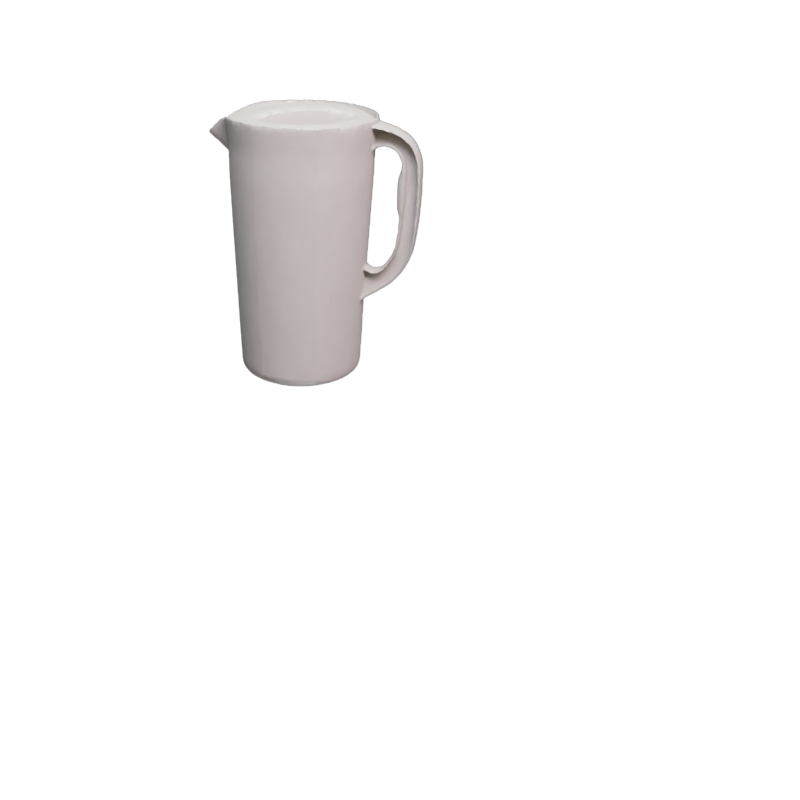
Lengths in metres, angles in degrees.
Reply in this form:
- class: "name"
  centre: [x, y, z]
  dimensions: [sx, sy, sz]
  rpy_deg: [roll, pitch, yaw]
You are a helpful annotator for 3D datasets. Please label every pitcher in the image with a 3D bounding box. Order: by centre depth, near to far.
- class: "pitcher"
  centre: [-0.077, -0.140, 0.980]
  dimensions: [0.142, 0.233, 0.159]
  rpy_deg: [-12, 24, -31]
